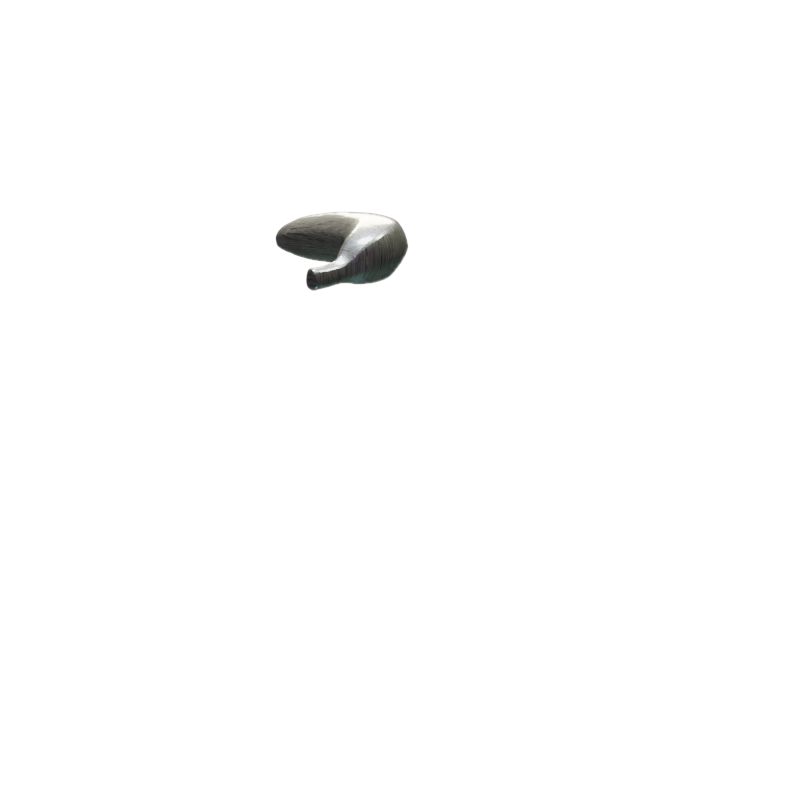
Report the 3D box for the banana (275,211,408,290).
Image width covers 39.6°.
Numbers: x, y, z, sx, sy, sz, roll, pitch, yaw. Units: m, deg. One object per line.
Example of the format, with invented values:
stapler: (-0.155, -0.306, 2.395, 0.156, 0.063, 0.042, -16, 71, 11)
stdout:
banana: (-0.035, -0.099, 0.693, 0.069, 0.036, 0.204, -2, 13, -10)
